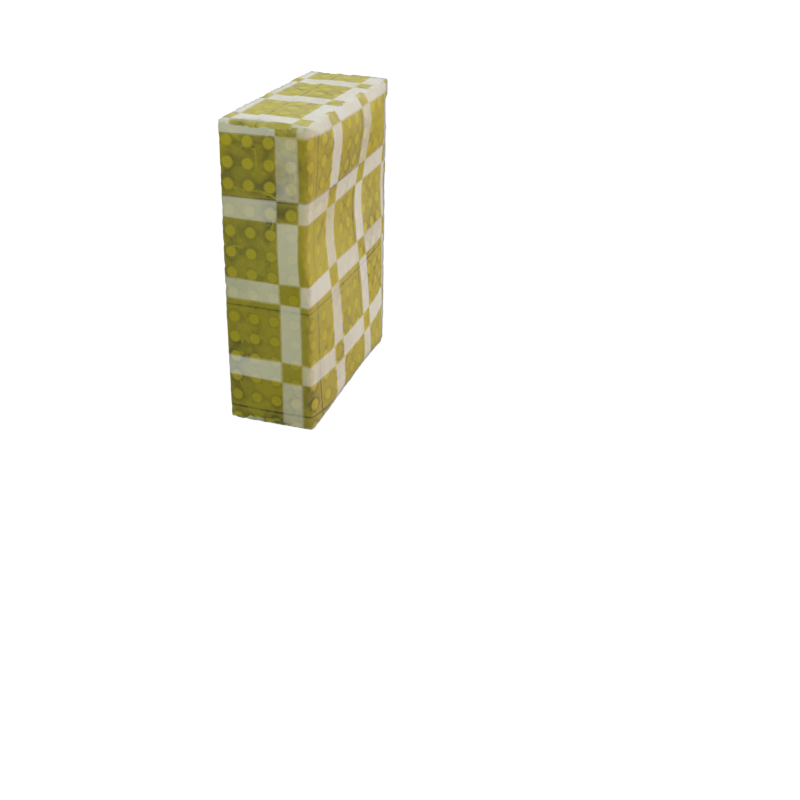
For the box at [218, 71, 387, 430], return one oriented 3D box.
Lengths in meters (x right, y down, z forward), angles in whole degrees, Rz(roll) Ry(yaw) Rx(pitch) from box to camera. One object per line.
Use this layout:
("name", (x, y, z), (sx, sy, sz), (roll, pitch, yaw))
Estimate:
("box", (-0.062, -0.113, 0.793), (0.074, 0.204, 0.168), (8, 25, 15))
